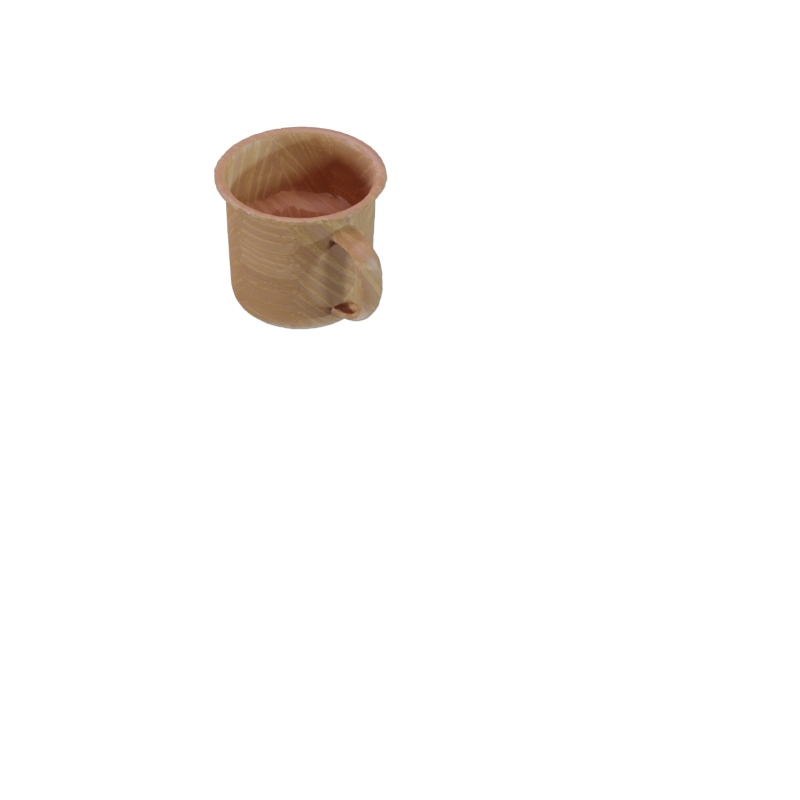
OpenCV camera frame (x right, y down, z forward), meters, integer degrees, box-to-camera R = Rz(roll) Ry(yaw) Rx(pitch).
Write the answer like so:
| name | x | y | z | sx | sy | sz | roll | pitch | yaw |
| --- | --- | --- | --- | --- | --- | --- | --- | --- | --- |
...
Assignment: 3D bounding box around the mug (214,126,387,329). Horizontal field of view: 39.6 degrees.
| name | x | y | z | sx | sy | sz | roll | pitch | yaw |
| --- | --- | --- | --- | --- | --- | --- | --- | --- | --- |
| mug | -0.048 | -0.087 | 0.612 | 0.093 | 0.076 | 0.126 | -26 | 48 | -28 |
